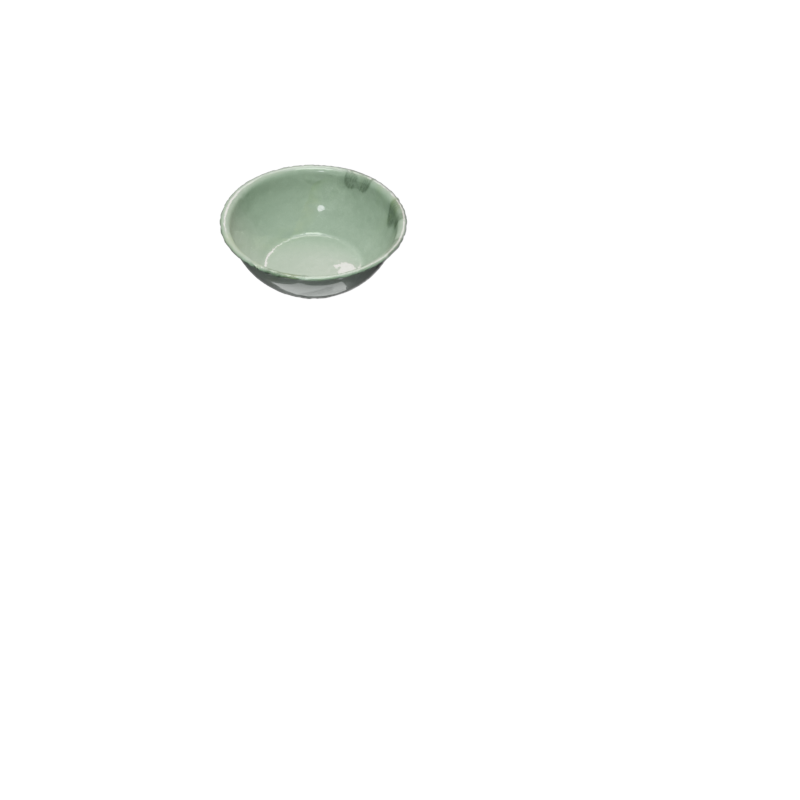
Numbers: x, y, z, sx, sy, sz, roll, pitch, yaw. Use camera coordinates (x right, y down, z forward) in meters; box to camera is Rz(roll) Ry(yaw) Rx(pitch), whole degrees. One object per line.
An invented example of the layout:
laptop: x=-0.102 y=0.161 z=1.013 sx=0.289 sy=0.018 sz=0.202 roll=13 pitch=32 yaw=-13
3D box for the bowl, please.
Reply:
bowl: x=-0.076 y=-0.139 z=0.971 sx=0.162 sy=0.051 sz=0.174 roll=-1 pitch=43 yaw=-1
